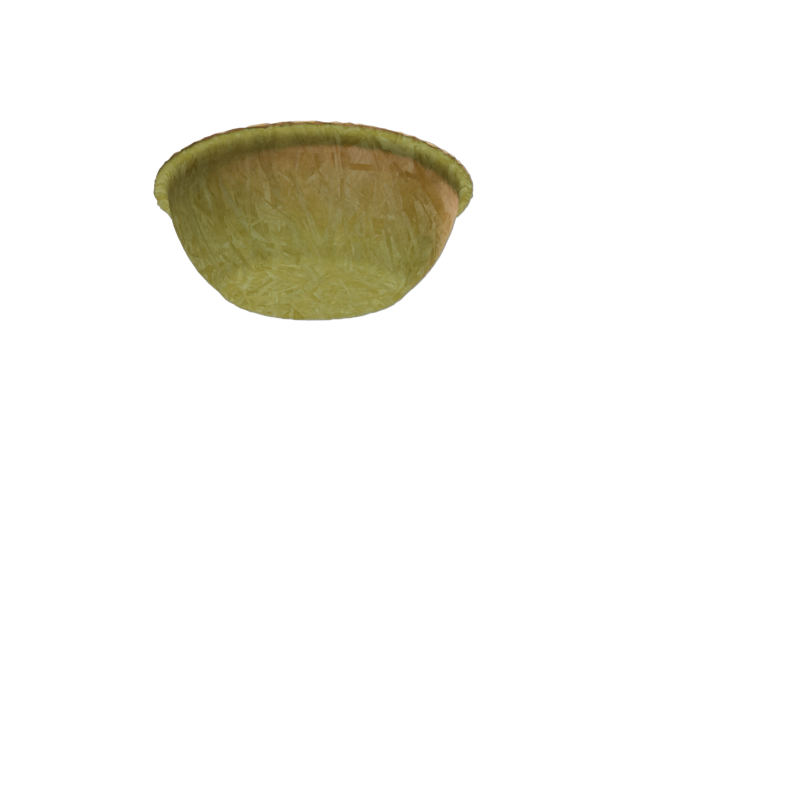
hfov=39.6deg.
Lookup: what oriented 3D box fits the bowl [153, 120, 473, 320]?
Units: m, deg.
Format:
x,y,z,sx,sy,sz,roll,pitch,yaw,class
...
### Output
x,y,z,sx,sy,sz,roll,pitch,yaw,class
-0.043,-0.079,0.554,0.162,0.057,0.155,0,-15,-2,bowl
